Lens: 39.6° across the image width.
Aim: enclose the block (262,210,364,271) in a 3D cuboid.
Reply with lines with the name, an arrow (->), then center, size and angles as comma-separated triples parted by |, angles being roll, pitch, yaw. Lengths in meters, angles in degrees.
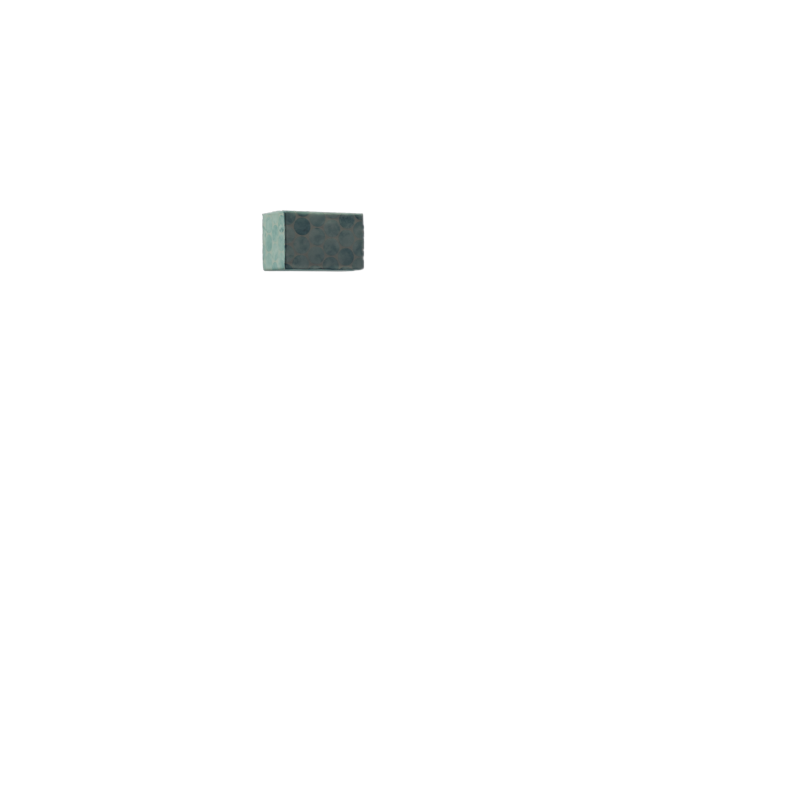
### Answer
block -> -0.076, -0.139, 0.973 | 0.076, 0.051, 0.054 | -1, 2, -26
